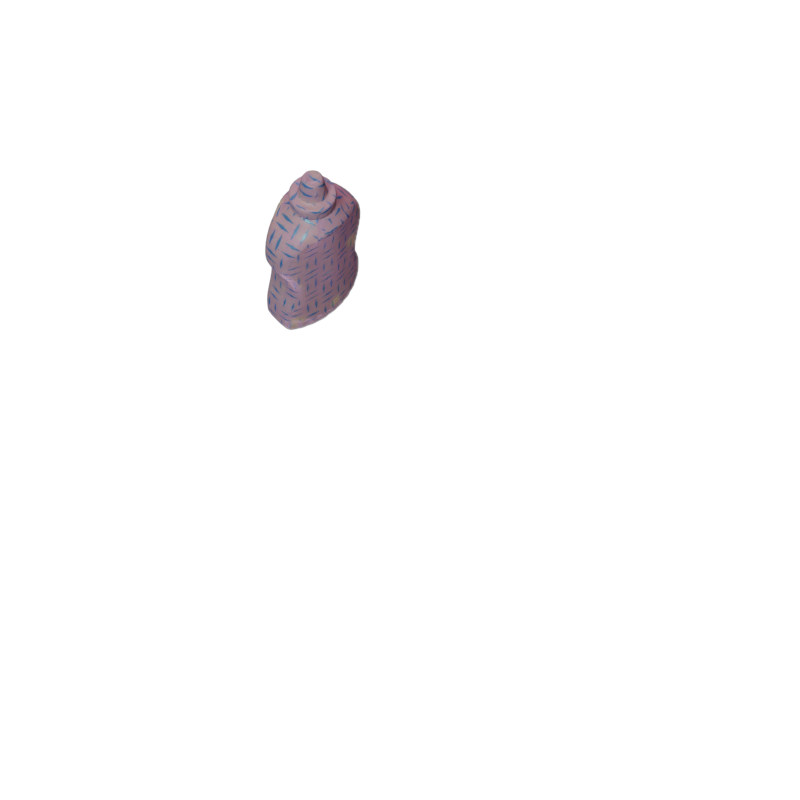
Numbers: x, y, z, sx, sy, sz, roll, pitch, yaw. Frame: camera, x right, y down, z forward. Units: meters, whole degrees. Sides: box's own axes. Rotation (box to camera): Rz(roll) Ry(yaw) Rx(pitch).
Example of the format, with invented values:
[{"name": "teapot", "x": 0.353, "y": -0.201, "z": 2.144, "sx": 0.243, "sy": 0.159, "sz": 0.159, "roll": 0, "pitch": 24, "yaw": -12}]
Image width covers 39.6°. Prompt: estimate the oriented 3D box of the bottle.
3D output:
[{"name": "bottle", "x": -0.079, "y": -0.143, "z": 0.998, "sx": 0.097, "sy": 0.061, "sz": 0.180, "roll": -39, "pitch": -18, "yaw": -20}]
